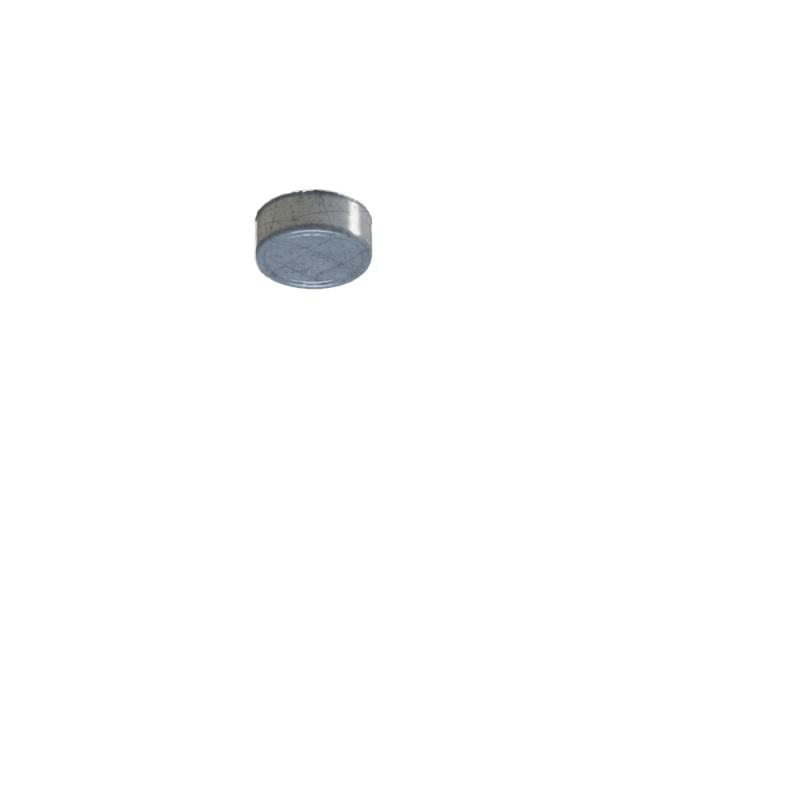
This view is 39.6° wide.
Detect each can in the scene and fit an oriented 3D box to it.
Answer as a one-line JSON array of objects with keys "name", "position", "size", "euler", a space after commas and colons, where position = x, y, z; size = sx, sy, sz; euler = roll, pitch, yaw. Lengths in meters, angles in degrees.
[{"name": "can", "position": [-0.063, -0.114, 0.799], "size": [0.086, 0.036, 0.081], "euler": [1, -27, -2]}]
